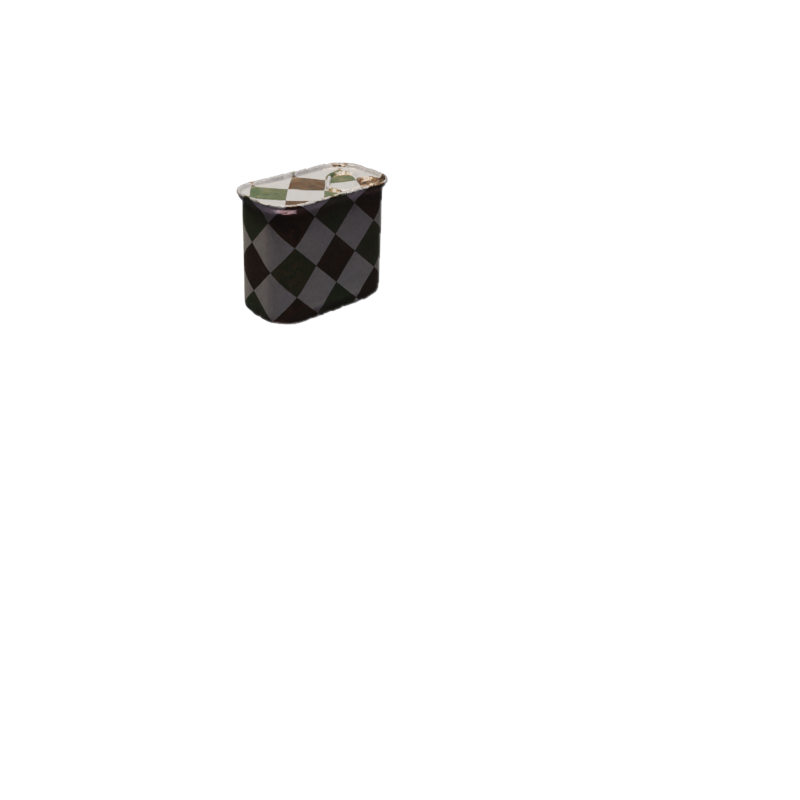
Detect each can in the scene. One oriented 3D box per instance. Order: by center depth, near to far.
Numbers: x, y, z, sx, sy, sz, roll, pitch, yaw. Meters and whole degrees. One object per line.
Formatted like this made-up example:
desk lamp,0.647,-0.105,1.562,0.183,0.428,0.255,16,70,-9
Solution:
can,-0.058,-0.106,0.743,0.101,0.080,0.061,-21,33,-38
